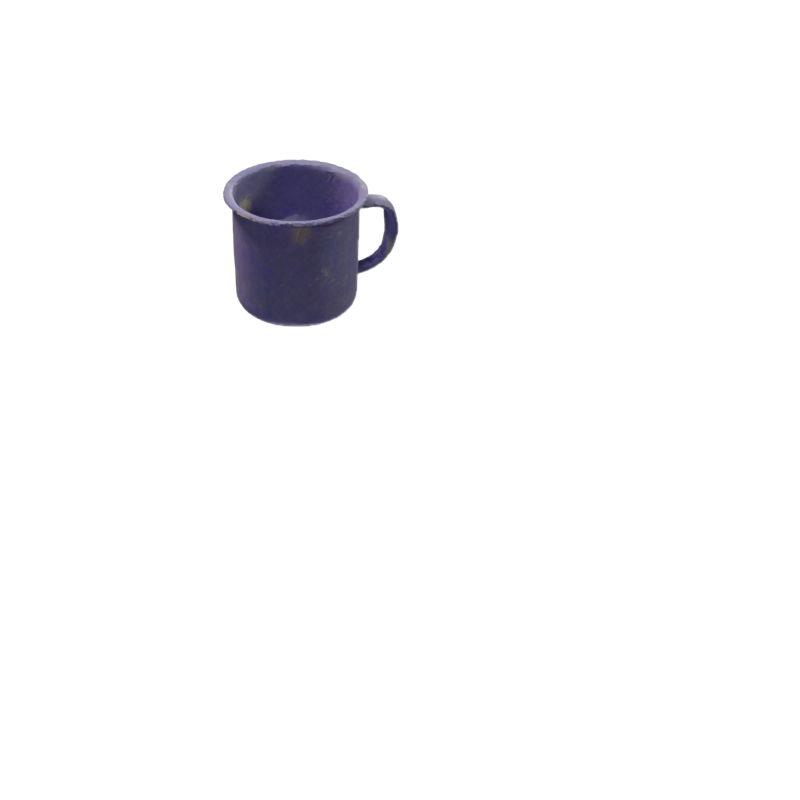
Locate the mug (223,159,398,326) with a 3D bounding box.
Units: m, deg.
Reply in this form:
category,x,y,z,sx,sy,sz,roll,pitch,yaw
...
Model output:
category,x,y,z,sx,sy,sz,roll,pitch,yaw
mug,-0.057,-0.104,0.731,0.115,0.076,0.101,-12,36,-19
